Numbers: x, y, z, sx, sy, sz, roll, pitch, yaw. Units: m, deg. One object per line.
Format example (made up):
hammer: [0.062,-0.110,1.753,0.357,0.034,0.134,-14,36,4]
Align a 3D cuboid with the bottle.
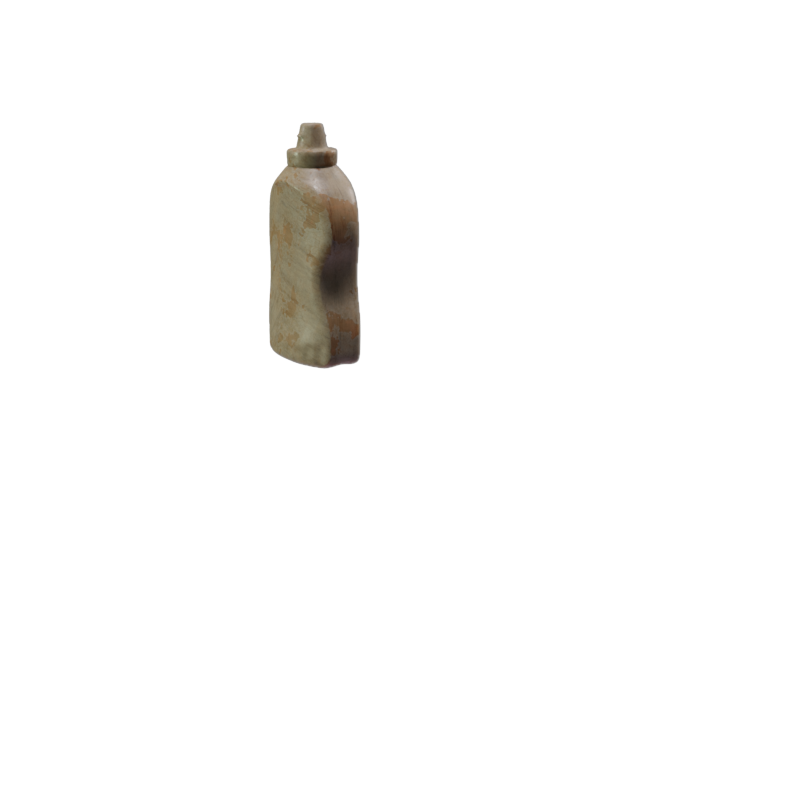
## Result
bottle: [-0.071,-0.128,0.899,0.057,0.187,0.101,-6,13,-32]
